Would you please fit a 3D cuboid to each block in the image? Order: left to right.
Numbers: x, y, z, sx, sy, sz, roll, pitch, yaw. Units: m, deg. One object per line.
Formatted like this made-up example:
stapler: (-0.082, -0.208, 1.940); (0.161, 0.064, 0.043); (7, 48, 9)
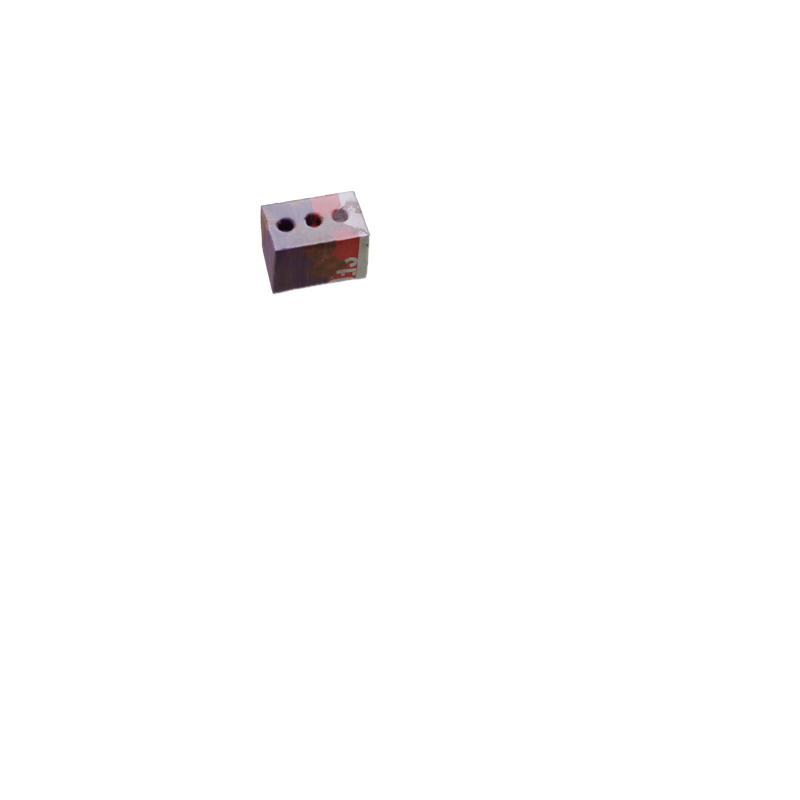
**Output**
block: (-0.068, -0.125, 0.874); (0.077, 0.057, 0.048); (-11, -37, -10)
